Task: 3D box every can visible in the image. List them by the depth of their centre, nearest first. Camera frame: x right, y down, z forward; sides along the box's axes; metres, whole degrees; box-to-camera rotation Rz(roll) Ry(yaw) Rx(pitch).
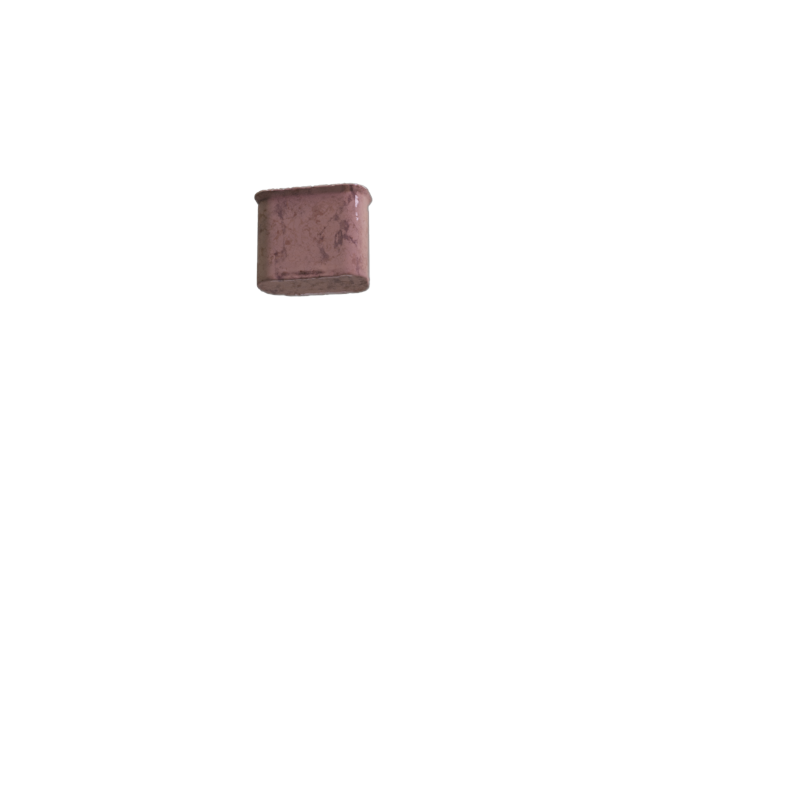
[{"bbox_3d":[-0.075,-0.138,0.964,0.103,0.087,0.054,-3,-17,10],"label":"can"}]
